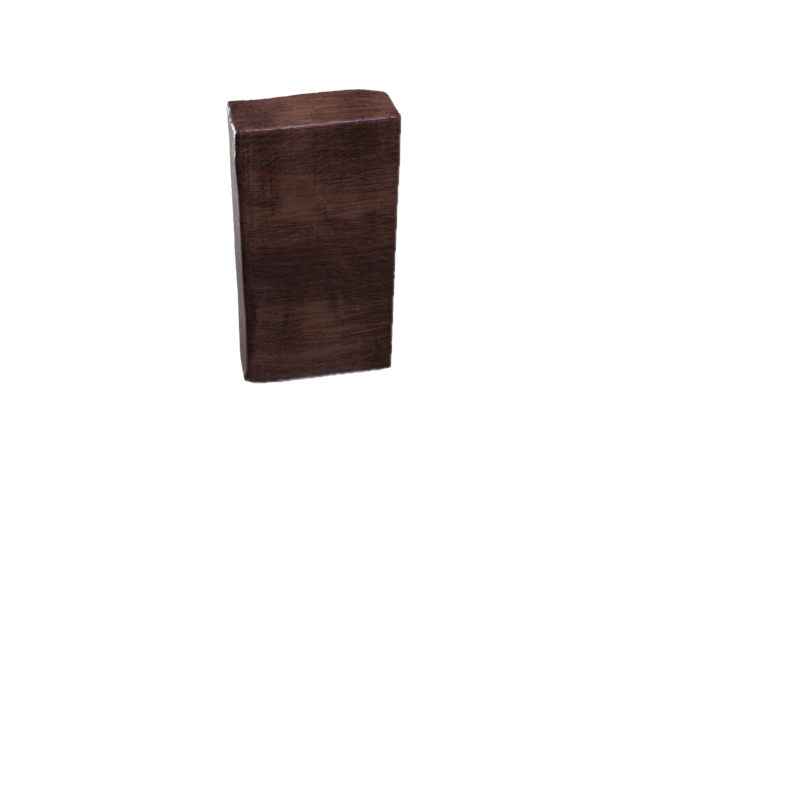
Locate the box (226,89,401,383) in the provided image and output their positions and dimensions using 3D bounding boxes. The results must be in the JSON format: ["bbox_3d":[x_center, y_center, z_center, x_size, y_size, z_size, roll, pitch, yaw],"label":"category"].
[{"bbox_3d":[-0.051,-0.093,0.649,0.092,0.165,0.052,-6,34,-11],"label":"box"}]
